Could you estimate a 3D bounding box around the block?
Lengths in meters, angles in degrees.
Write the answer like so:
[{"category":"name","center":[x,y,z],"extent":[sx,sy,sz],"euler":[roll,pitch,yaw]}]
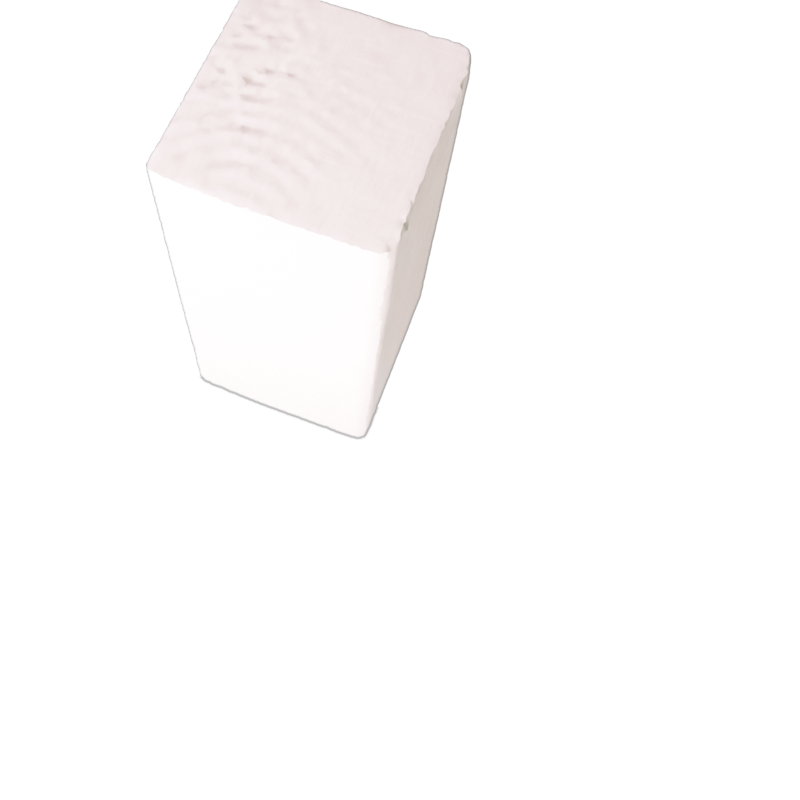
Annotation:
[{"category":"block","center":[-0.036,-0.067,0.470],"extent":[0.092,0.094,0.196],"euler":[21,-21,4]}]
